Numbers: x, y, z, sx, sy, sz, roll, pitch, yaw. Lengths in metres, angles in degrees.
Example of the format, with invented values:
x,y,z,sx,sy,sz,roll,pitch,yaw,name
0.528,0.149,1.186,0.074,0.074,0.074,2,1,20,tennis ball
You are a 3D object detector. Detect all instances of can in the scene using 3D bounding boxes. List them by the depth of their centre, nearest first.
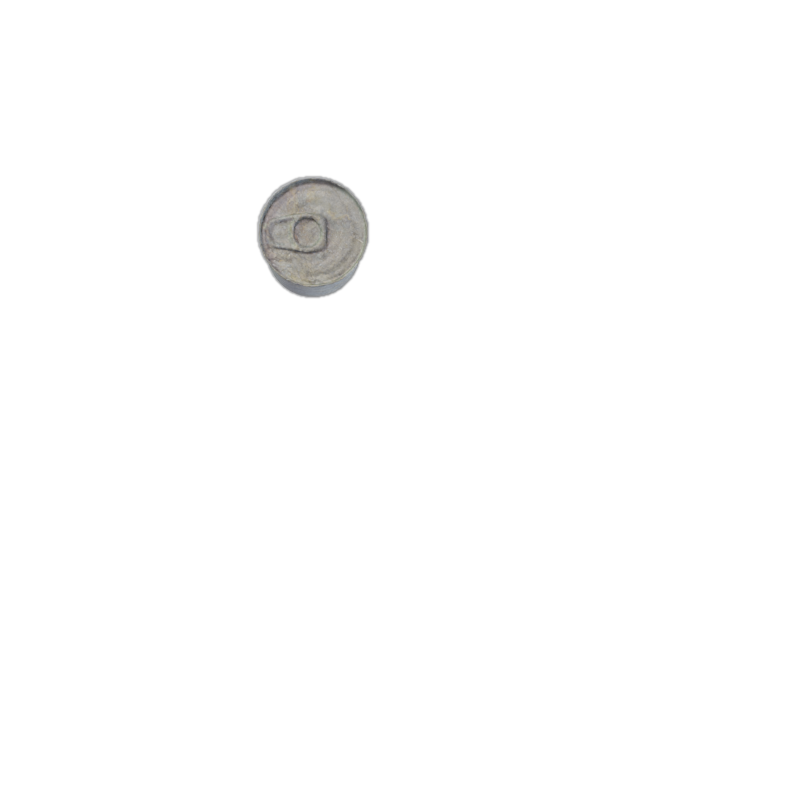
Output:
x,y,z,sx,sy,sz,roll,pitch,yaw,name
-0.057,-0.104,0.726,0.068,0.069,0.101,0,-2,-3,can
